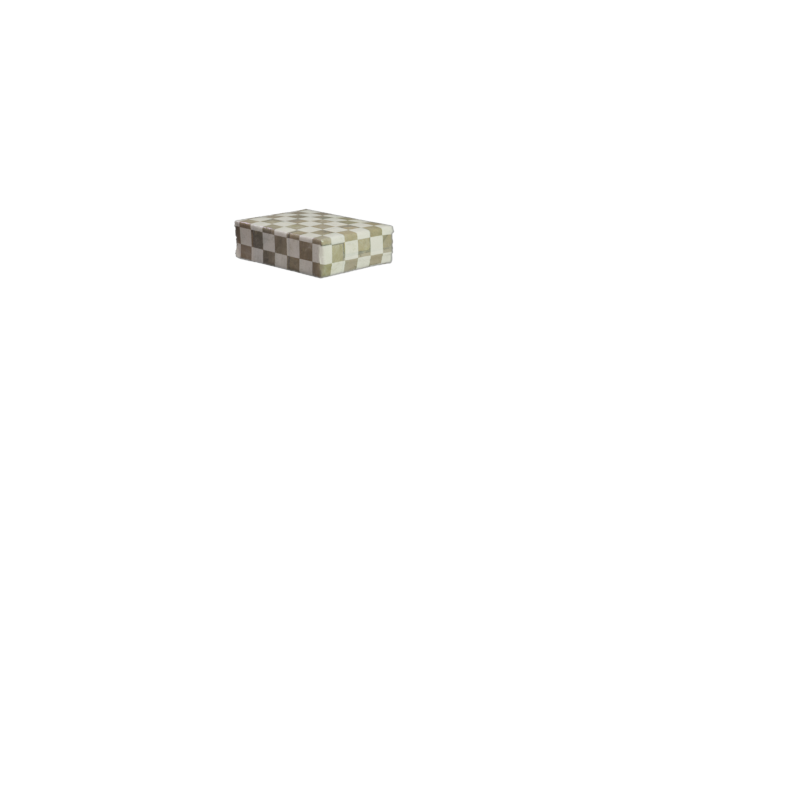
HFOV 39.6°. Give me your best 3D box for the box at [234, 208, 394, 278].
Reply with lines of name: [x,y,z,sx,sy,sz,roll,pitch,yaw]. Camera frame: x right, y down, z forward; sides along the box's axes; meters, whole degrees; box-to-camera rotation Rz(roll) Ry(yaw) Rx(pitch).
box: [-0.076,-0.139,0.970,0.120,0.038,0.088,15,22,41]
